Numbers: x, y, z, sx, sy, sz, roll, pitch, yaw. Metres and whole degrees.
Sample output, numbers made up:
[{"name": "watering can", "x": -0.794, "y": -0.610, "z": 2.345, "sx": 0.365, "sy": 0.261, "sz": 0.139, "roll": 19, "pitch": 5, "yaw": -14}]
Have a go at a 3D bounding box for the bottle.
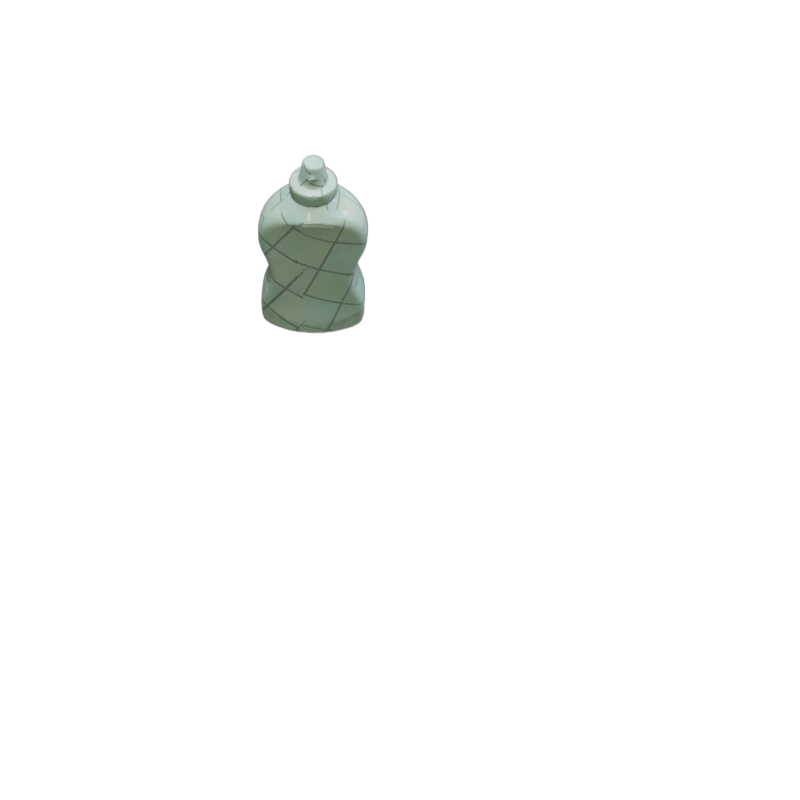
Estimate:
[{"name": "bottle", "x": -0.077, "y": -0.139, "z": 0.979, "sx": 0.096, "sy": 0.062, "sz": 0.179, "roll": 4, "pitch": -40, "yaw": 0}]
